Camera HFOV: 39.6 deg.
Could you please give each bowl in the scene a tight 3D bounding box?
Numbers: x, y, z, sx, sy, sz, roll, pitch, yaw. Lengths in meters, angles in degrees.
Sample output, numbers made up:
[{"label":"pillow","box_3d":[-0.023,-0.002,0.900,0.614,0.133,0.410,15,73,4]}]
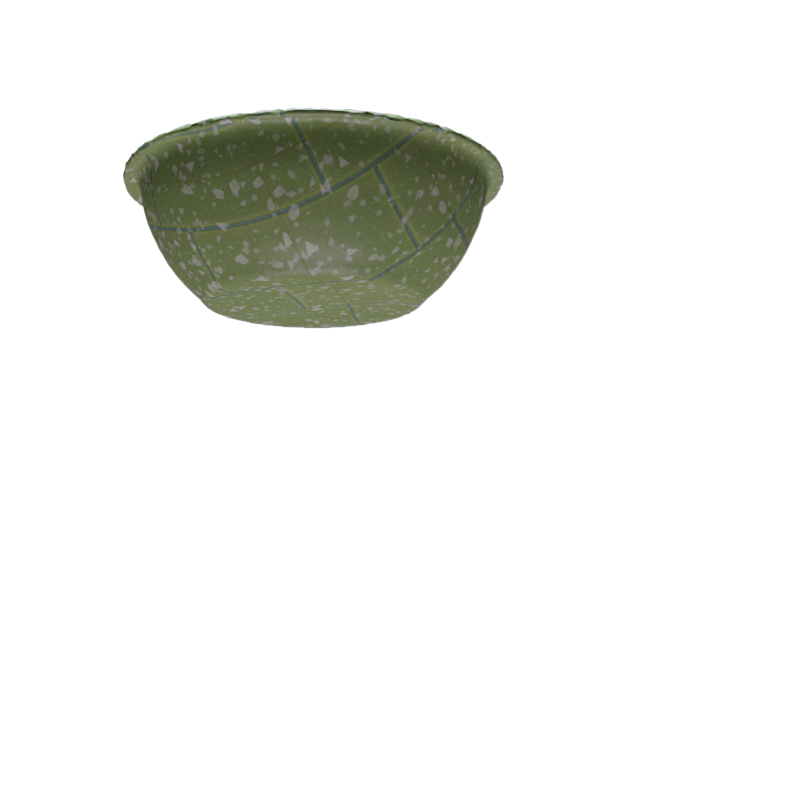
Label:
[{"label":"bowl","box_3d":[-0.037,-0.067,0.468,0.162,0.057,0.157,0,-11,-2]}]
